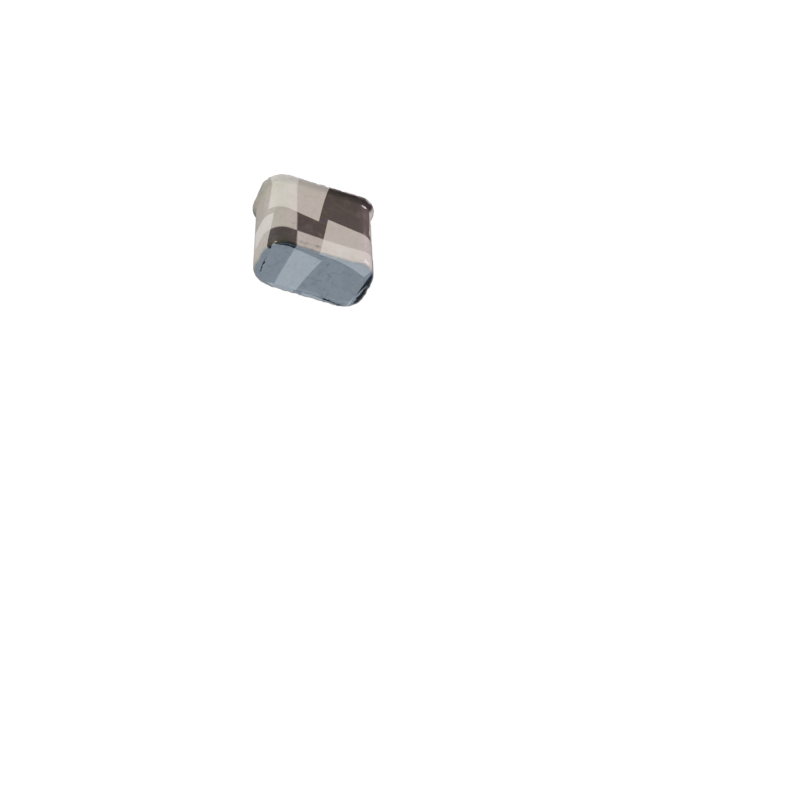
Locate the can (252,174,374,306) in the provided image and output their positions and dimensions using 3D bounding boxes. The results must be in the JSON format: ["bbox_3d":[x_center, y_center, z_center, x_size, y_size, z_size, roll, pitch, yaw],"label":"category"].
[{"bbox_3d":[-0.072,-0.132,0.924,0.099,0.090,0.055,15,-47,-16],"label":"can"}]
